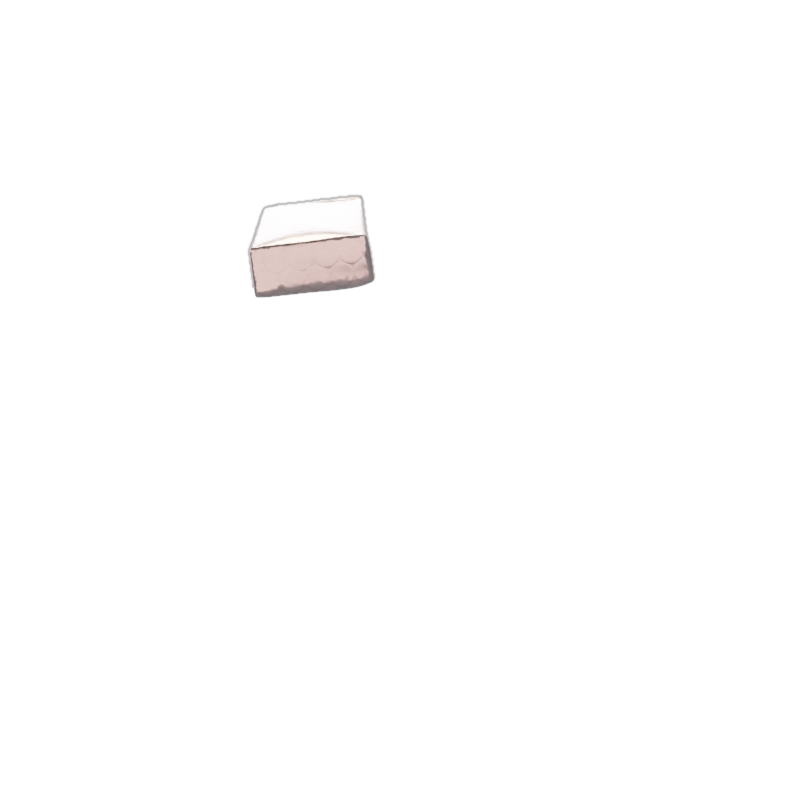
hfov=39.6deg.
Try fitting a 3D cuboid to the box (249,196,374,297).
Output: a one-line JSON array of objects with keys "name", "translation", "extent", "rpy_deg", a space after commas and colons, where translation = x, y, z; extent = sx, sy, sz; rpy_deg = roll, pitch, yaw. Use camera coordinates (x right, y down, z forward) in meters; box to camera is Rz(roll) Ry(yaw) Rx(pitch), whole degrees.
[{"name": "box", "translation": [-0.072, -0.132, 0.923], "extent": [0.093, 0.046, 0.184], "rpy_deg": [-7, 22, -1]}]
